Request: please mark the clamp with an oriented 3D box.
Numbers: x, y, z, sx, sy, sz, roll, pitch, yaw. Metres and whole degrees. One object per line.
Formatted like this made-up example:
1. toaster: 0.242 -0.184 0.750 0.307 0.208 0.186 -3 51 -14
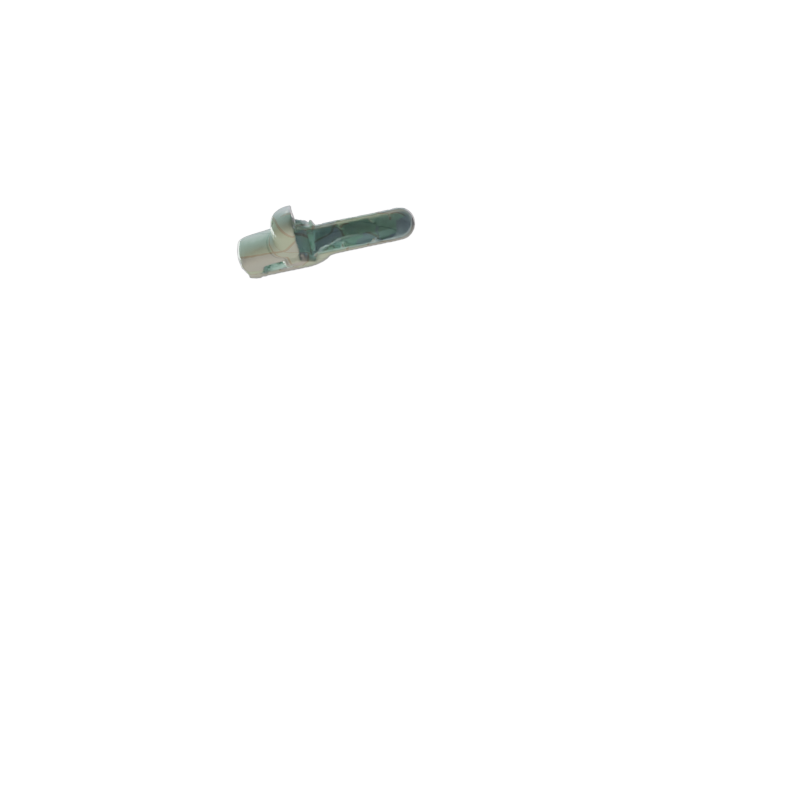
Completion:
1. clamp: -0.069 -0.127 0.887 0.116 0.040 0.174 1 -3 -24
